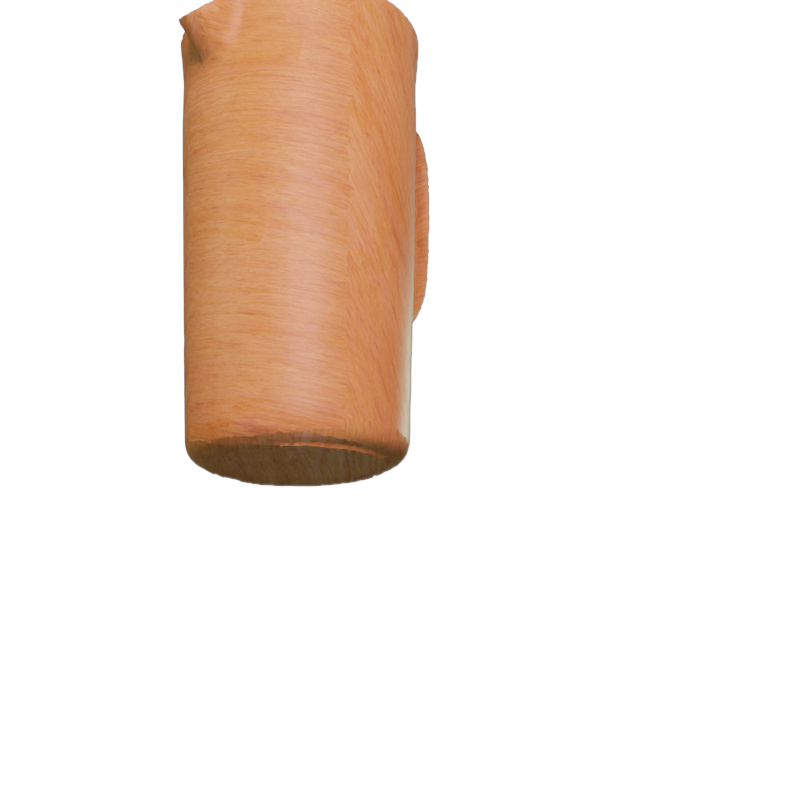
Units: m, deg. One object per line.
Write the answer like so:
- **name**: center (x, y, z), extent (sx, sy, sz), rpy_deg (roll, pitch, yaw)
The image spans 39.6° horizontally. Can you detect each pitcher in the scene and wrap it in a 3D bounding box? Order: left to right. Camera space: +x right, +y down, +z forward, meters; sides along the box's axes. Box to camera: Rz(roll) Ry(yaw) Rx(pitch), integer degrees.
- **pitcher**: center (-0.046, -0.083, 0.583), extent (0.148, 0.256, 0.139), rpy_deg (1, -21, -7)
